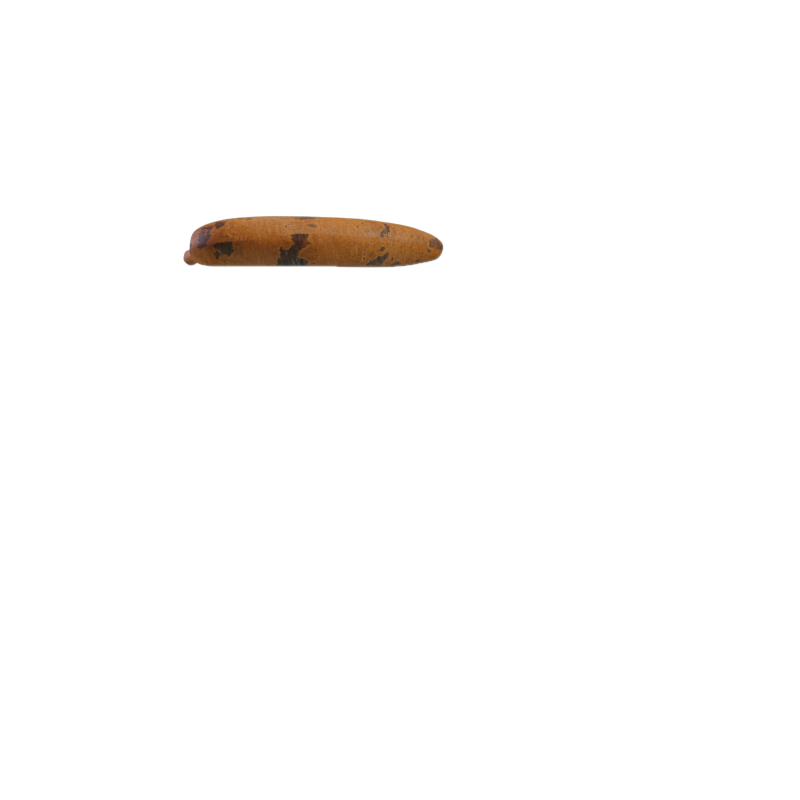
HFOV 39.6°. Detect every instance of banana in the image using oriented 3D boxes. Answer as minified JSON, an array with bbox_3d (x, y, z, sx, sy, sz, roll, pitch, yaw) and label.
[{"bbox_3d":[-0.070,-0.114,0.802,0.200,0.036,0.069,1,7,10],"label":"banana"}]
